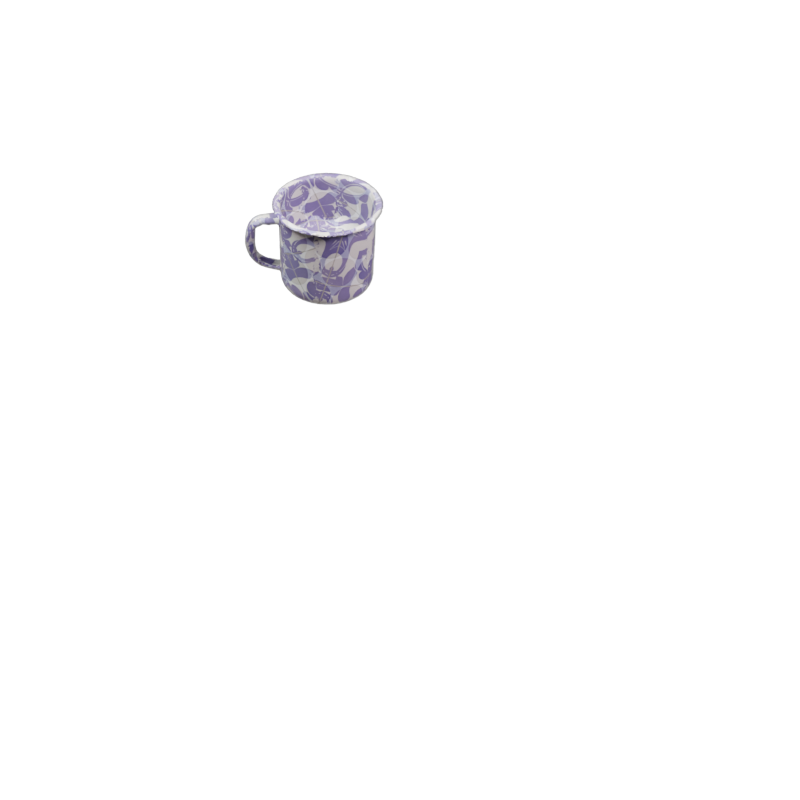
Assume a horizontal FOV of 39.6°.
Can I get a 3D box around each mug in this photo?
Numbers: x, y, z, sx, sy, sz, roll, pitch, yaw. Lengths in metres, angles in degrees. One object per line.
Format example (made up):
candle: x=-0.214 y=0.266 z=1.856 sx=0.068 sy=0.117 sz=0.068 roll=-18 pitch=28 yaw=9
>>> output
mug: x=-0.075 y=-0.136 z=0.952 sx=0.116 sy=0.076 sz=0.100 roll=-3 pitch=41 yaw=-5
